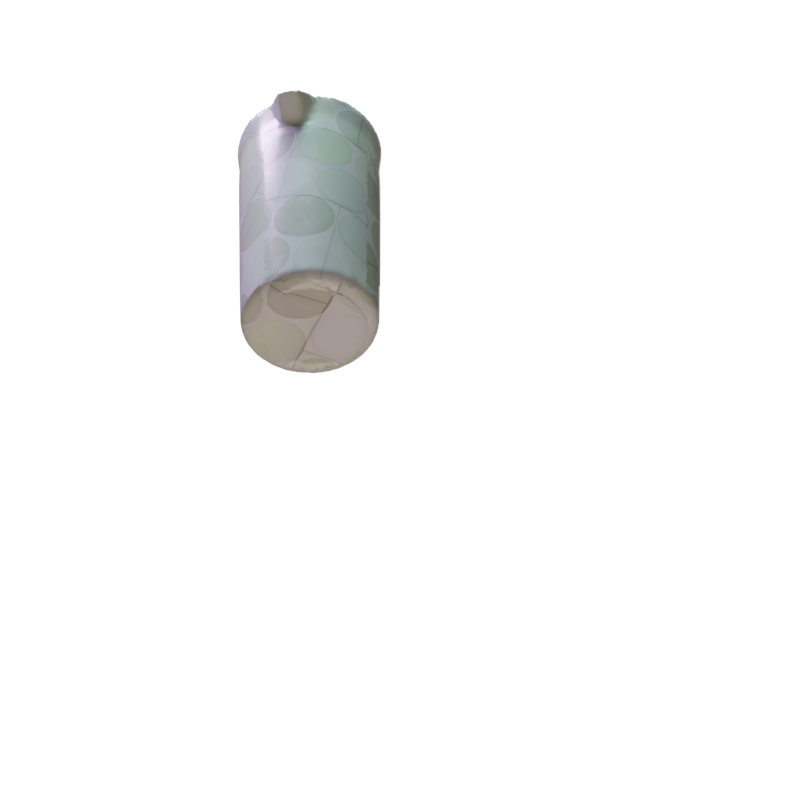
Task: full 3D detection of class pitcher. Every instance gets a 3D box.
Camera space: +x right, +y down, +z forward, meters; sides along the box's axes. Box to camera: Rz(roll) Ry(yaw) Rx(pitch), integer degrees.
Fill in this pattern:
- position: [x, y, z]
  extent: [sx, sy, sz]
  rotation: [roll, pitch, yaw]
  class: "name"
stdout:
- position: [-0.074, -0.136, 0.950]
  extent: [0.142, 0.261, 0.141]
  rotation: [25, -53, -25]
  class: "pitcher"
